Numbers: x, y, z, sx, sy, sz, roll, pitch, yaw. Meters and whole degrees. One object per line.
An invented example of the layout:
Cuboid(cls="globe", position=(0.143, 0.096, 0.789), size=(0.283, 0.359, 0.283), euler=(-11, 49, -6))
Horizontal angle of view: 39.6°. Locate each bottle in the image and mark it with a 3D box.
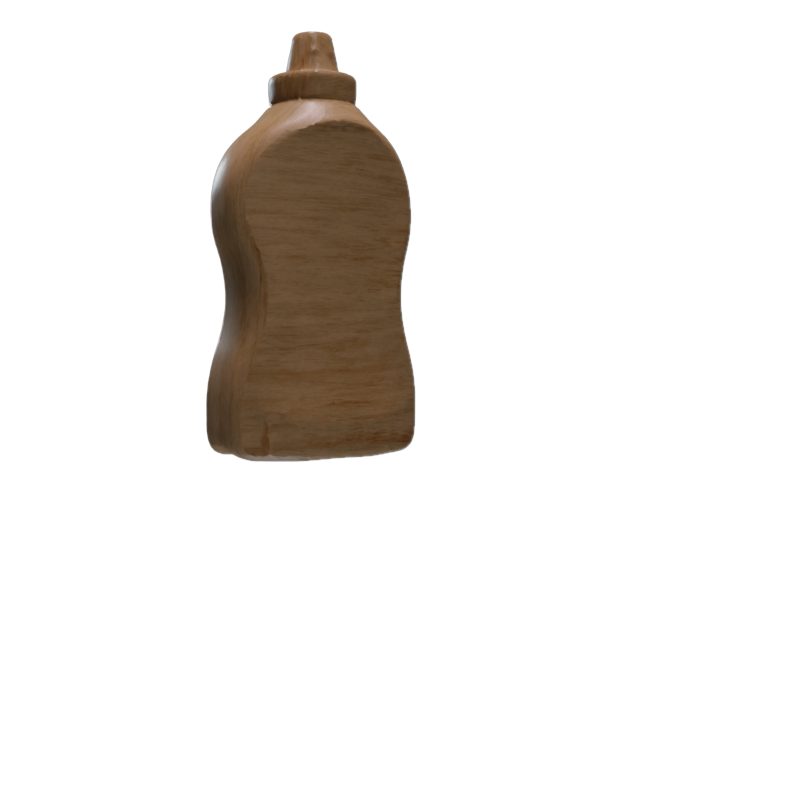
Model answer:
Cuboid(cls="bottle", position=(-0.040, -0.072, 0.506), size=(0.093, 0.193, 0.060), euler=(1, -3, -31))
